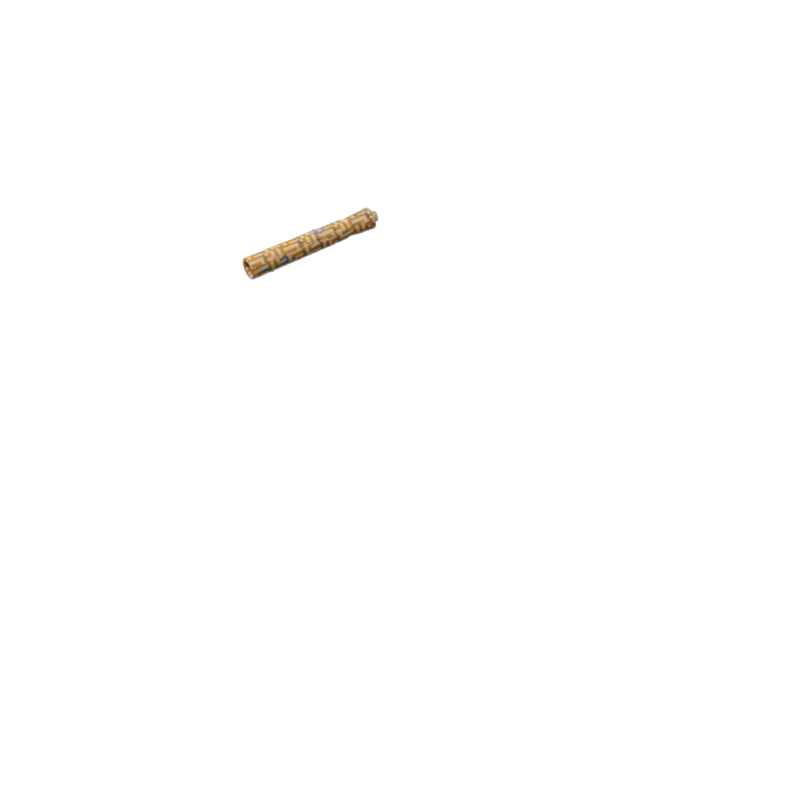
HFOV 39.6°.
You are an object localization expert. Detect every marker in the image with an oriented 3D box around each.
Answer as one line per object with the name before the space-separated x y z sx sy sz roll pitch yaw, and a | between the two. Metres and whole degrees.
marker | -0.070 -0.128 0.897 0.120 0.019 0.020 -26 15 -22
